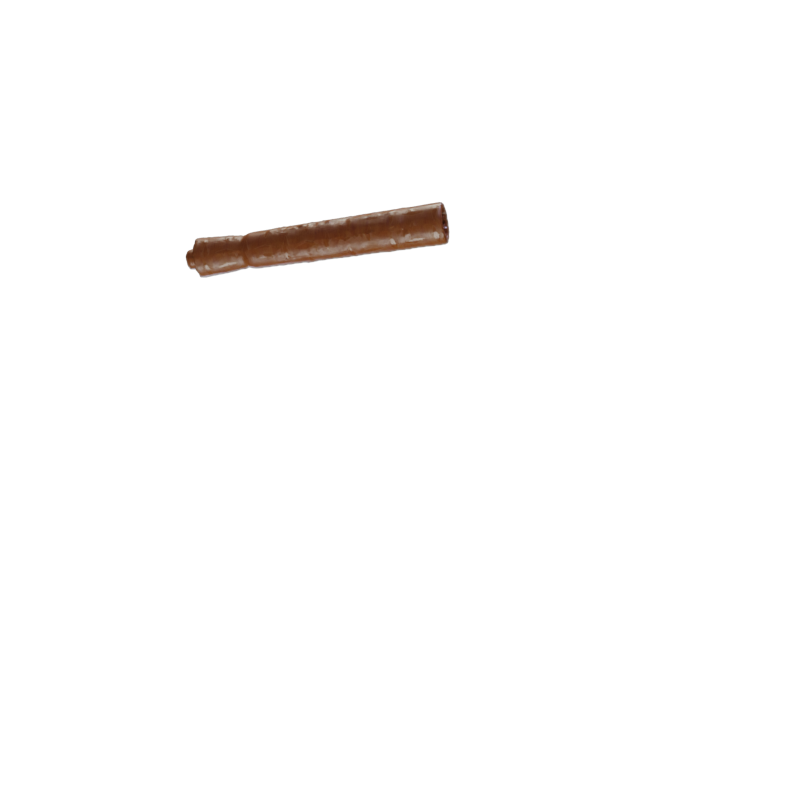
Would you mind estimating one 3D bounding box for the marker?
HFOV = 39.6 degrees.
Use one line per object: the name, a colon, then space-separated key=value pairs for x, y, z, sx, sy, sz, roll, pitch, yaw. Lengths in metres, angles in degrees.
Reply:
marker: x=-0.039 y=-0.071 z=0.500 sx=0.123 sy=0.020 sz=0.019 roll=-6 pitch=3 yaw=15
